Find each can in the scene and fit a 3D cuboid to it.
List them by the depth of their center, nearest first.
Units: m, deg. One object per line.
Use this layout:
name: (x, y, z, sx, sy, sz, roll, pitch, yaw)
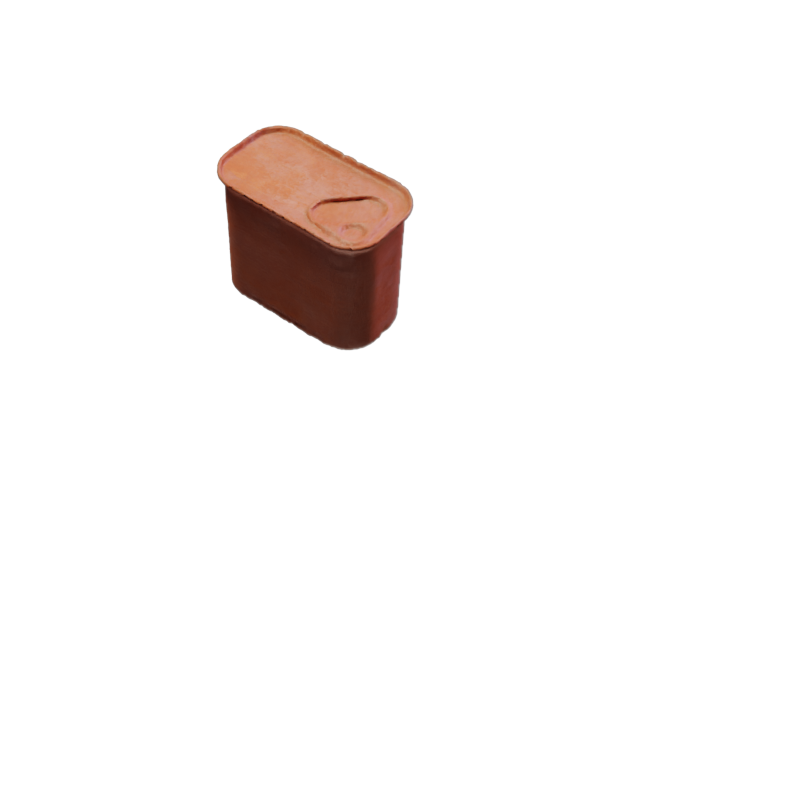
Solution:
can: (-0.046, -0.084, 0.588, 0.108, 0.078, 0.058, 32, 54, 24)
